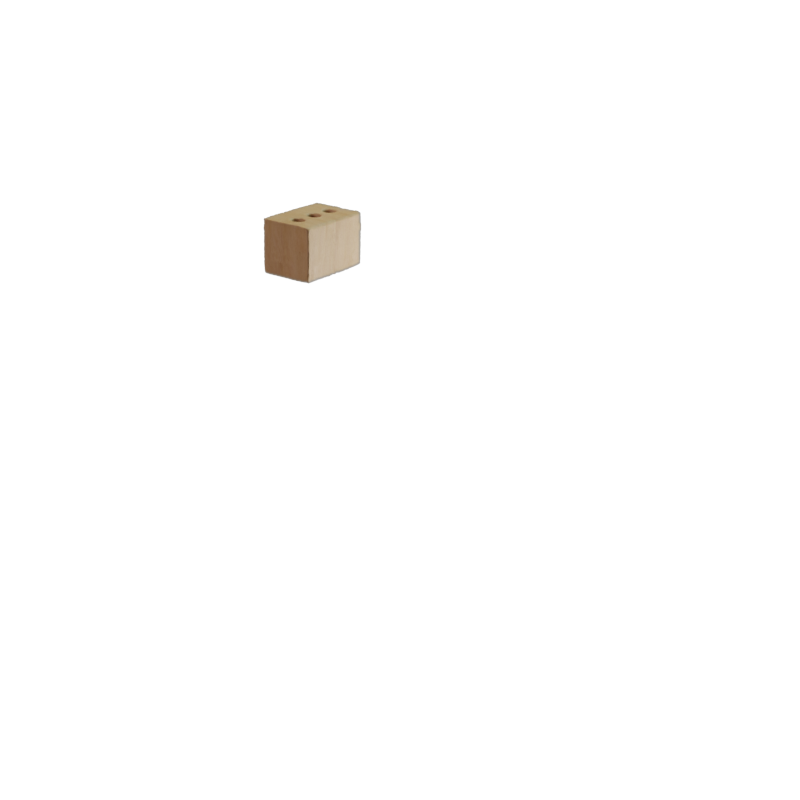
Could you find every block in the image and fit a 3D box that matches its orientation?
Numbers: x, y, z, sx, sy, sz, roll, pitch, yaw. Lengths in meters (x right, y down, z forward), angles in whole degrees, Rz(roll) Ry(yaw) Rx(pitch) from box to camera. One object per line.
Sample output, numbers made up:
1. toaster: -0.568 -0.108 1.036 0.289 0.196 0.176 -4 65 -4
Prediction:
1. block: -0.078 -0.142 0.995 0.055 0.049 0.077 15 25 33
